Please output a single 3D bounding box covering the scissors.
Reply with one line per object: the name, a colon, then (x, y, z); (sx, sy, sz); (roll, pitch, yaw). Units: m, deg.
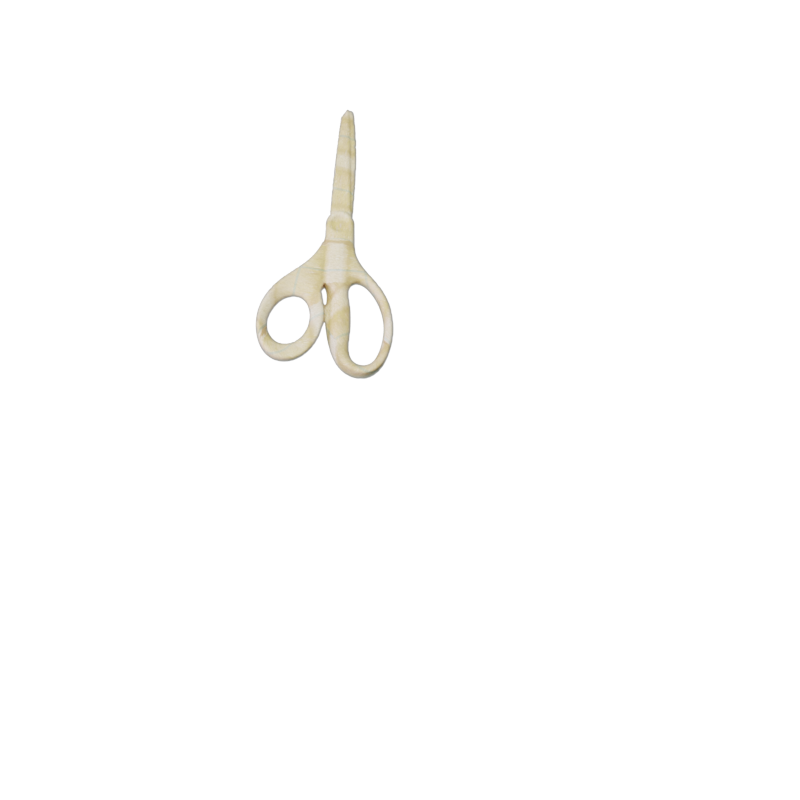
scissors: (-0.058, -0.105, 0.737); (0.096, 0.215, 0.015); (-11, -28, -6)
